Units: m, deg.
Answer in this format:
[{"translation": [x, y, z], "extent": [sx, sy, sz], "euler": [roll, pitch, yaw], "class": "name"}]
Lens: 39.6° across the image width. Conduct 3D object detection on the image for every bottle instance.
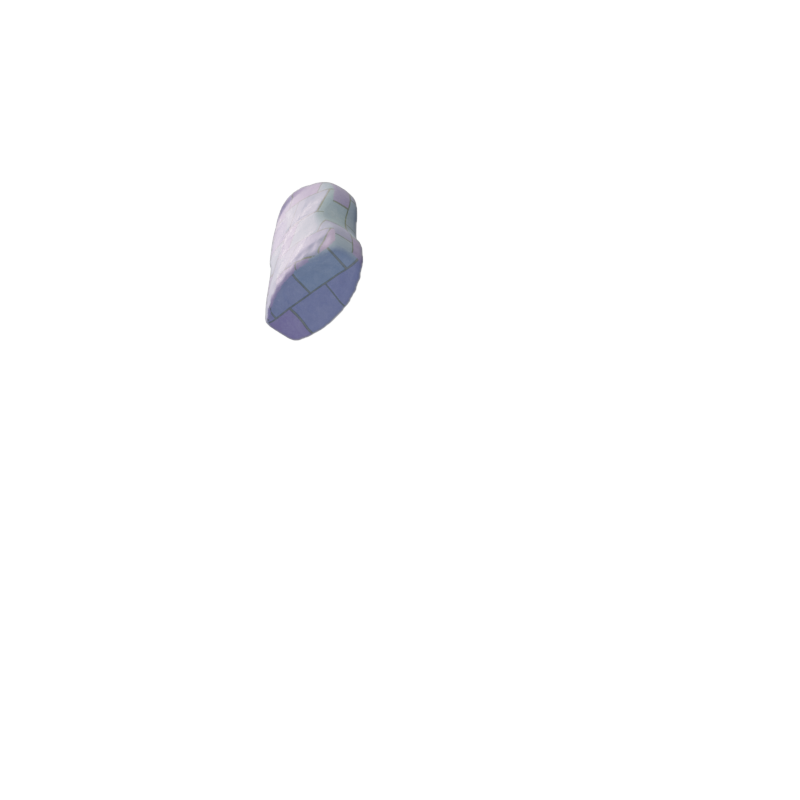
[{"translation": [-0.076, -0.139, 0.969], "extent": [0.056, 0.094, 0.204], "euler": [31, 26, -22], "class": "bottle"}]
